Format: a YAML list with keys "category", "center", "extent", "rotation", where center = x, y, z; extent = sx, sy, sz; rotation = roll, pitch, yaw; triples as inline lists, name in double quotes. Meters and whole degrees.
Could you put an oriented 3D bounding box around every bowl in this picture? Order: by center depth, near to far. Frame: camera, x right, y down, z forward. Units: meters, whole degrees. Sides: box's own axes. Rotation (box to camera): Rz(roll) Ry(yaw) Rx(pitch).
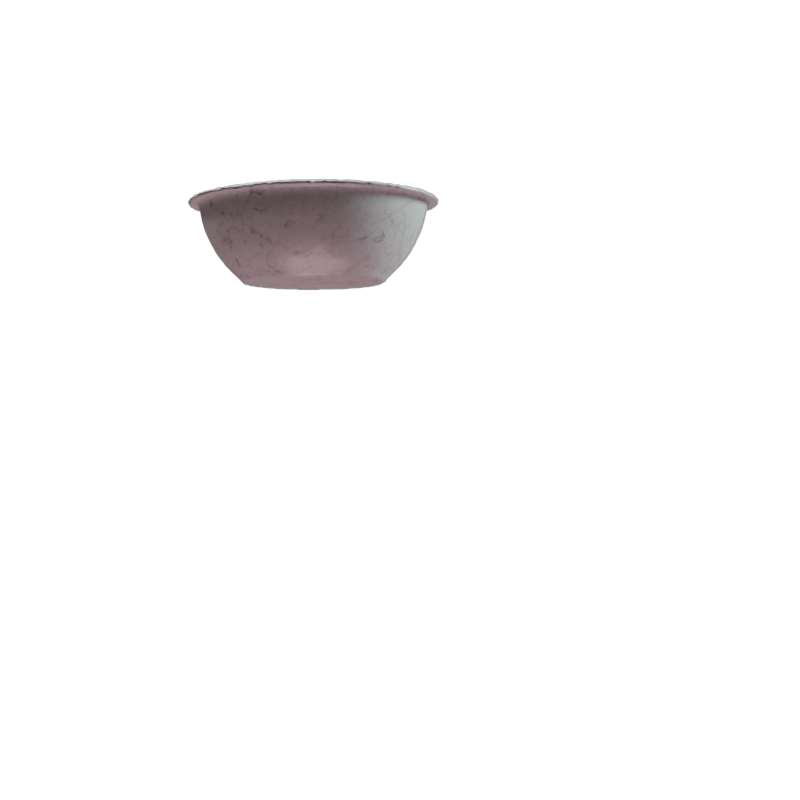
- category: "bowl"
  center: [-0.056, -0.102, 0.716]
  extent: [0.162, 0.056, 0.161]
  rotation: [0, 0, -2]
